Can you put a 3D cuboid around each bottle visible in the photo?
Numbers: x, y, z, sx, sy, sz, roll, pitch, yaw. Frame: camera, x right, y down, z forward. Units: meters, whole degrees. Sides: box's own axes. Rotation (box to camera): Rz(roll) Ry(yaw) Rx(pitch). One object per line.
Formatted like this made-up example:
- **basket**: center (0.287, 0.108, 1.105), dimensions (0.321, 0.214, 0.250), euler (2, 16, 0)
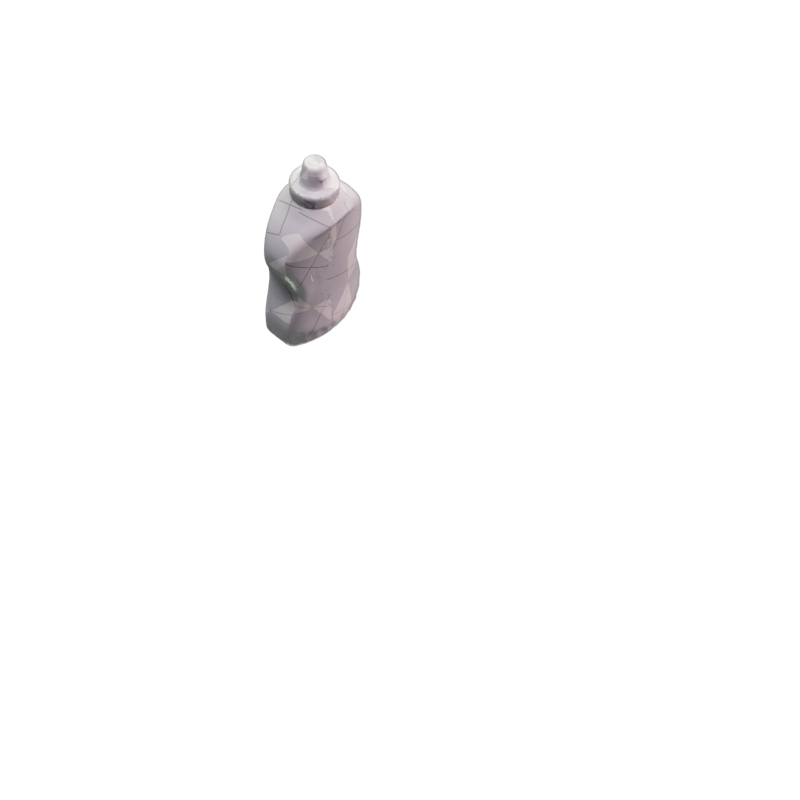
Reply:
- **bottle**: center (-0.073, -0.133, 0.935), dimensions (0.062, 0.179, 0.097), euler (38, 60, 22)
